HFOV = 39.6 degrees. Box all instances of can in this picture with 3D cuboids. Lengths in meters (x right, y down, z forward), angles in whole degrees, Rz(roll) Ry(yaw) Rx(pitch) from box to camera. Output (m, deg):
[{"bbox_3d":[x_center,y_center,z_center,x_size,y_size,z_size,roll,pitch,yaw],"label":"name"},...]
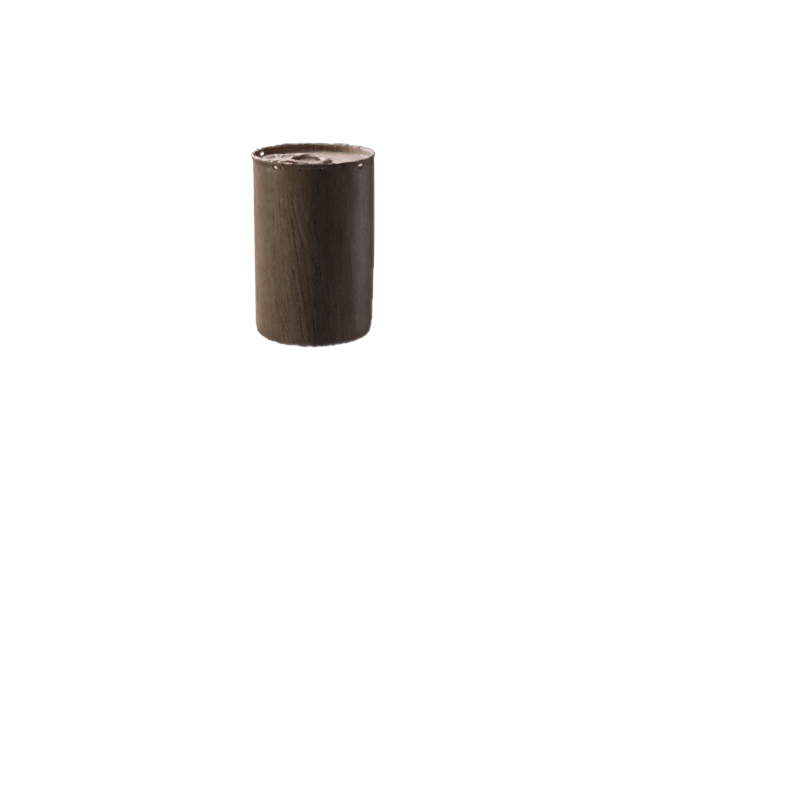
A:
[{"bbox_3d":[-0.049,-0.088,0.620,0.068,0.098,0.071,0,17,-2],"label":"can"}]
